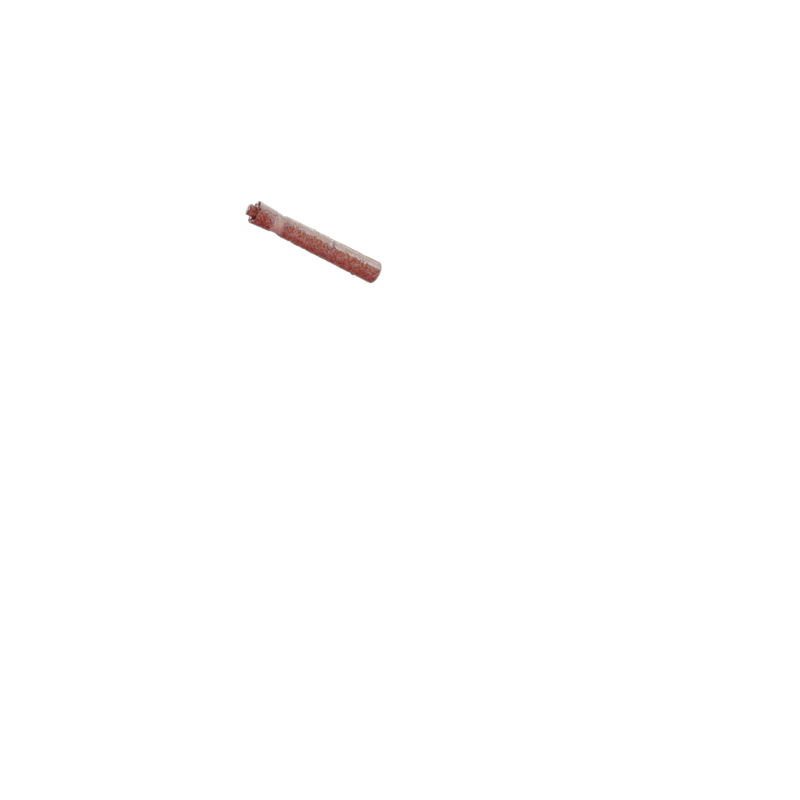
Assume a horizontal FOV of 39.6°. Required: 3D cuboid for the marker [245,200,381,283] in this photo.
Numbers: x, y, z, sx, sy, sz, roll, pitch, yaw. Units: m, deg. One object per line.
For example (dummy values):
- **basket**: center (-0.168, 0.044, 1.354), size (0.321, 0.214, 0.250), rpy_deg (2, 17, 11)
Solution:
- **marker**: center (-0.068, -0.125, 0.874), size (0.115, 0.020, 0.020), rpy_deg (25, -7, -23)
